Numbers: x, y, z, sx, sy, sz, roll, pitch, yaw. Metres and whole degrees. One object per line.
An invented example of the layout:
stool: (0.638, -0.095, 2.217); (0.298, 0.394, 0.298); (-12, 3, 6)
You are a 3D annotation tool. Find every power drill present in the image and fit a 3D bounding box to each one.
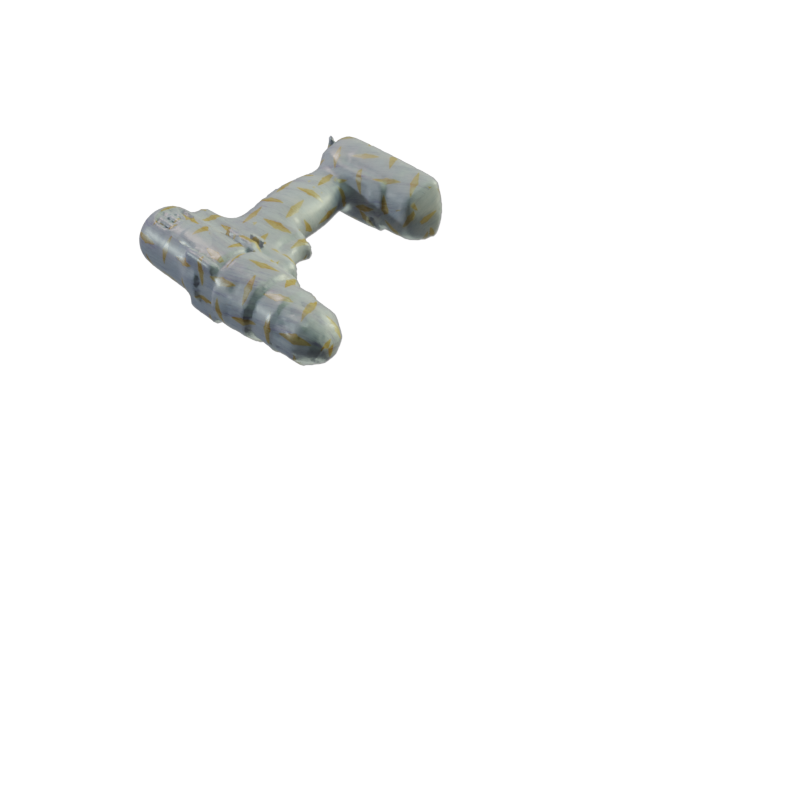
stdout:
power drill: (-0.060, -0.110, 0.767); (0.188, 0.054, 0.197); (-32, 50, -32)
